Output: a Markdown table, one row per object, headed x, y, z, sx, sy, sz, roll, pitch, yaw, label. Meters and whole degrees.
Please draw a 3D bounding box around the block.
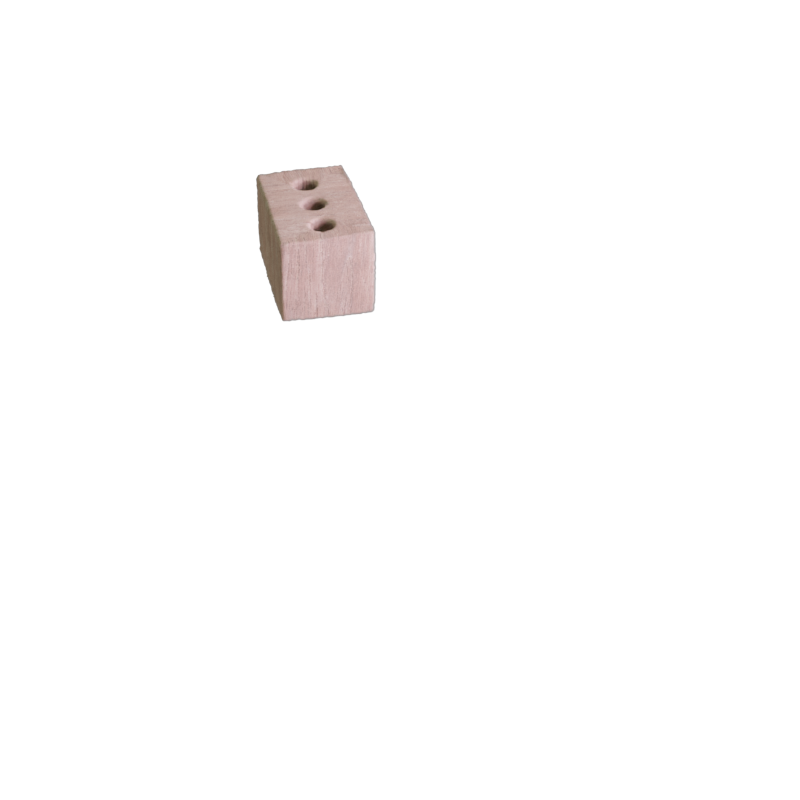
| x | y | z | sx | sy | sz | roll | pitch | yaw | label |
| --- | --- | --- | --- | --- | --- | --- | --- | --- | --- |
| -0.048 | -0.088 | 0.616 | 0.052 | 0.048 | 0.084 | -8 | 38 | -13 | block |
